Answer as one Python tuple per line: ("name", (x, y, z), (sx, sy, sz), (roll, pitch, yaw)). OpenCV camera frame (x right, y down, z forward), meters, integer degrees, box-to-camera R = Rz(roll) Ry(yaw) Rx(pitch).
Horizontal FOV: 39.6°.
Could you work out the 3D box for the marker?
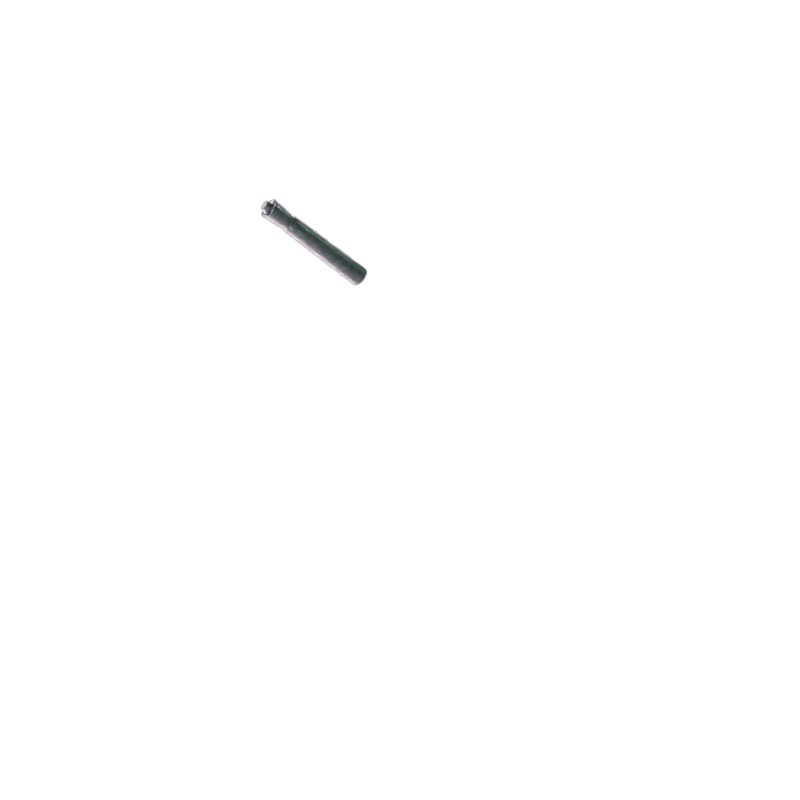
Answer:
("marker", (-0.077, -0.141, 0.984), (0.114, 0.020, 0.020), (35, -16, -30))
